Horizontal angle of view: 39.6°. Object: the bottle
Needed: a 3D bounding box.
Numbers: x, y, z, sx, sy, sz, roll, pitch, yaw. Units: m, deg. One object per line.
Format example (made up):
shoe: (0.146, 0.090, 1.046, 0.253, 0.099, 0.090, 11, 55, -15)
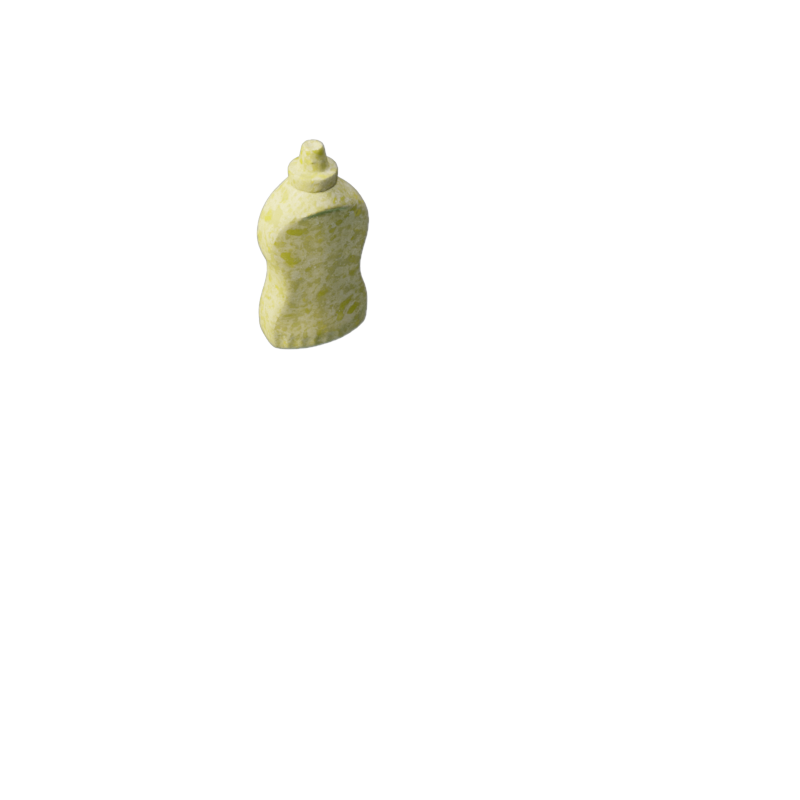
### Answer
bottle: (-0.074, -0.134, 0.939, 0.095, 0.179, 0.063, -15, 43, -20)
